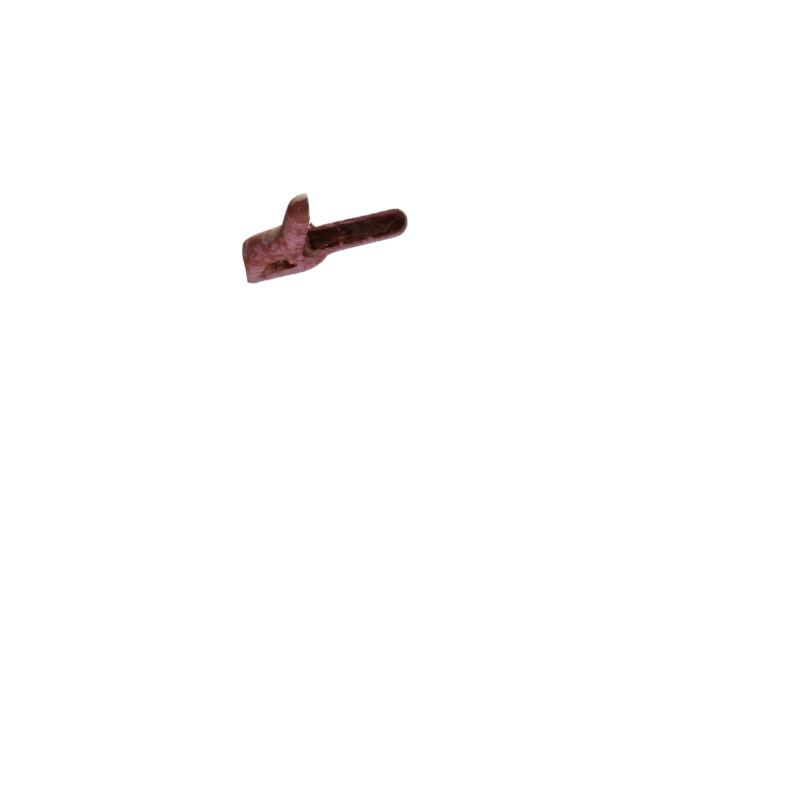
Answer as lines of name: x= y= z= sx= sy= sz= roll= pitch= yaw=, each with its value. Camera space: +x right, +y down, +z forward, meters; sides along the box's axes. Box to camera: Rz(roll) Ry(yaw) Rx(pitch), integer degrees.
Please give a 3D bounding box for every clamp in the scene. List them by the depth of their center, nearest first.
clamp: x=-0.077 y=-0.141 z=0.988 sx=0.115 sy=0.041 sz=0.172 roll=7 pitch=-14 yaw=-30
